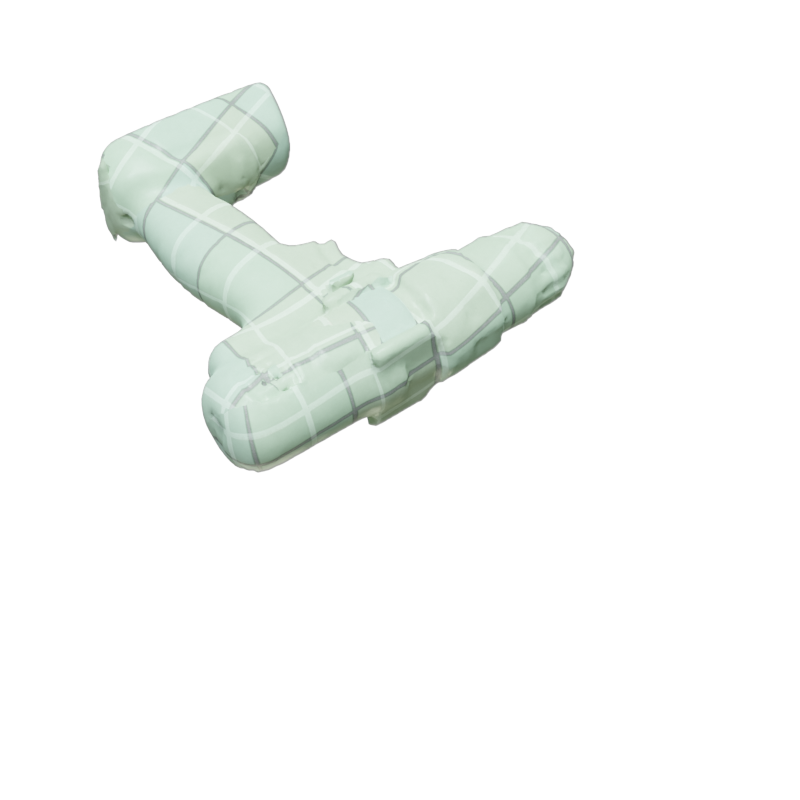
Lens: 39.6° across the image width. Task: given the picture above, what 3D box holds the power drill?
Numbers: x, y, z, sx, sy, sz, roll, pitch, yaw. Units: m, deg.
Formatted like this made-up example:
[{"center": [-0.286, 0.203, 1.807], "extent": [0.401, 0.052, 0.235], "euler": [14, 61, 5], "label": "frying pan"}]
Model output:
[{"center": [-0.040, -0.073, 0.513], "extent": [0.184, 0.053, 0.202], "euler": [-28, 53, -24], "label": "power drill"}]
